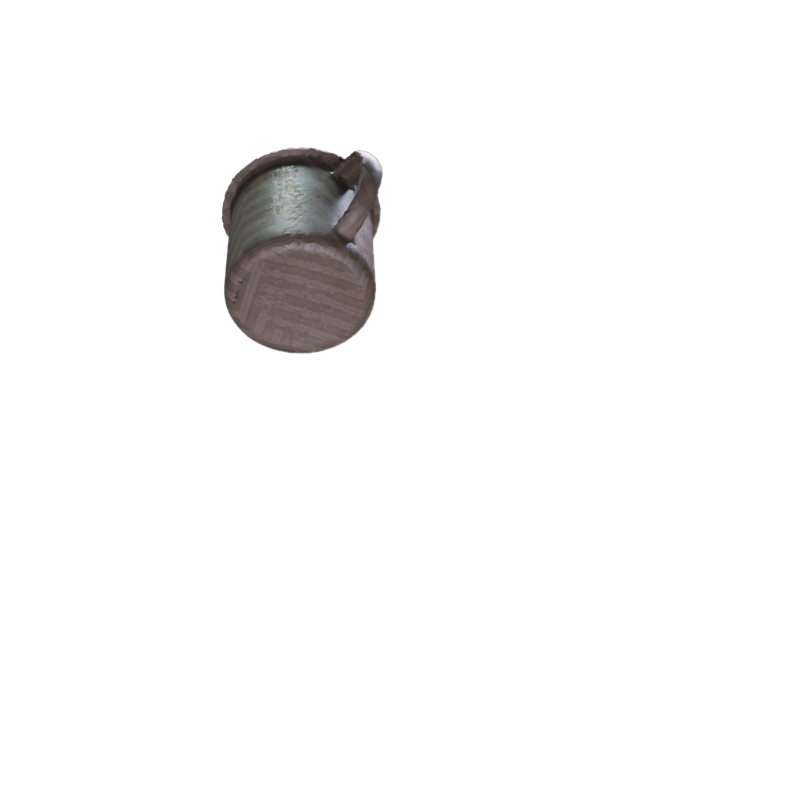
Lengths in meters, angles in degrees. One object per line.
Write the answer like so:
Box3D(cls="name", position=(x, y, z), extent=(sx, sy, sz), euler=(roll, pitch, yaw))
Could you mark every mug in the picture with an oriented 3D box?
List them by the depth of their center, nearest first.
Box3D(cls="mug", position=(-0.048, -0.087, 0.612), extent=(0.089, 0.087, 0.115), euler=(31, -57, -25))
